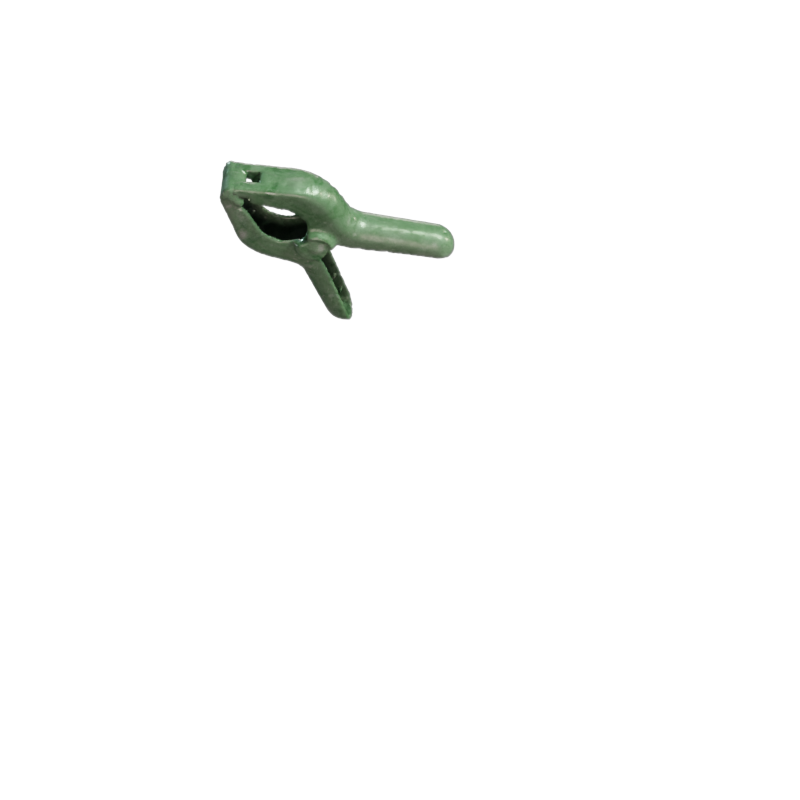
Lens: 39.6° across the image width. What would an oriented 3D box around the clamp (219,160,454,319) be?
[{"bbox_3d":[-0.062,-0.112,0.786,0.164,0.042,0.117,23,-47,-24],"label":"clamp"}]
